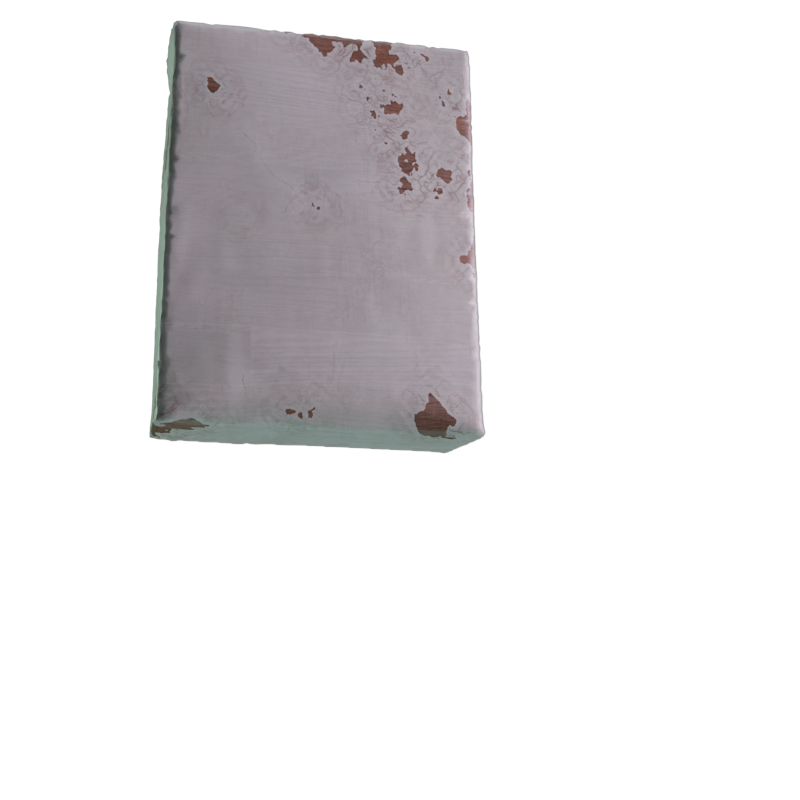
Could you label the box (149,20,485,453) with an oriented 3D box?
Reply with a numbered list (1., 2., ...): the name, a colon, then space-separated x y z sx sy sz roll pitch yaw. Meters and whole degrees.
1. box: -0.046 -0.084 0.589 0.161 0.223 0.070 3 -18 -12
